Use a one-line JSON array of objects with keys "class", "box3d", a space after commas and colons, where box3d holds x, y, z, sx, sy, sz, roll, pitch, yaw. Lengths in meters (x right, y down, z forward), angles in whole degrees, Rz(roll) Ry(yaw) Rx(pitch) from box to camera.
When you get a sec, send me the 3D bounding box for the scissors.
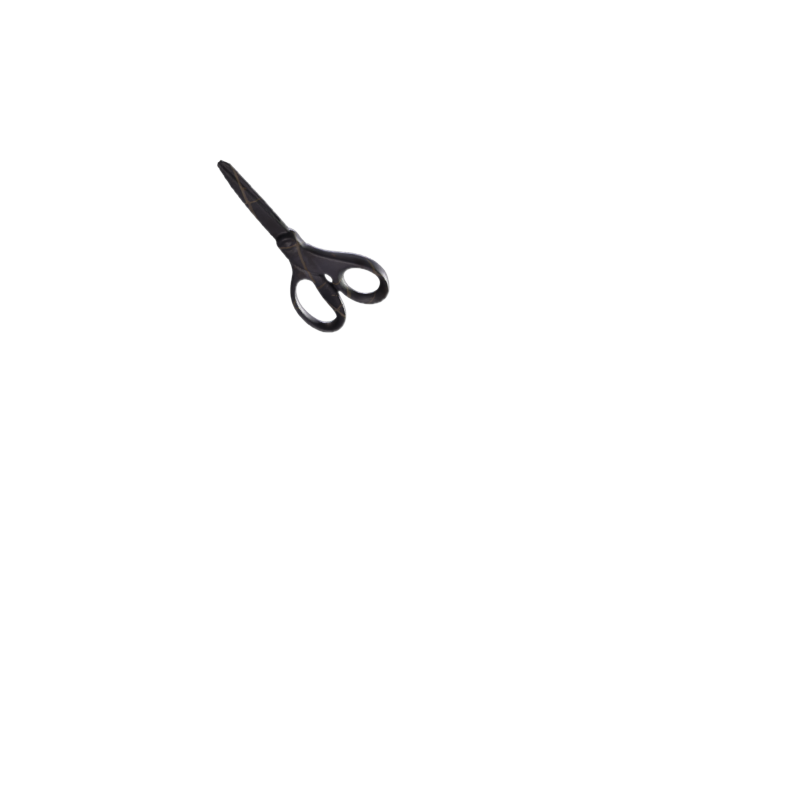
[{"class": "scissors", "box3d": [-0.072, -0.132, 0.925, 0.097, 0.186, 0.017, -12, 42, 11]}]
